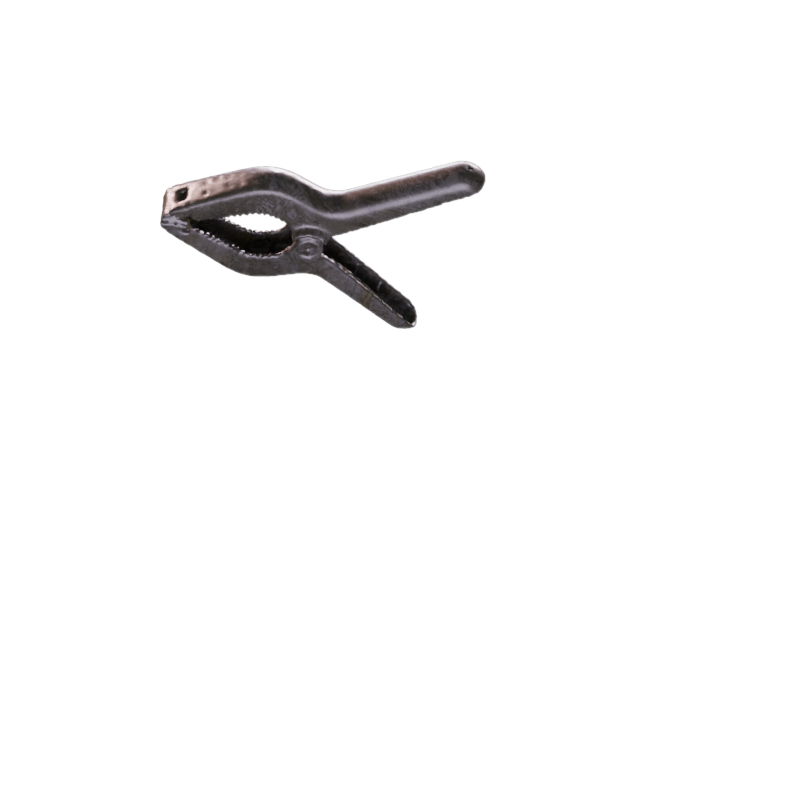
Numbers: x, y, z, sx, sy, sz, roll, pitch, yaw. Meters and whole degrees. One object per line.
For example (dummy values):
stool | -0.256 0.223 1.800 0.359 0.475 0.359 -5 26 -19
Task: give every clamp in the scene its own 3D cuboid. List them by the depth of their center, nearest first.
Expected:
clamp | -0.060 -0.110 0.771 0.208 0.039 0.154 5 -39 -6
